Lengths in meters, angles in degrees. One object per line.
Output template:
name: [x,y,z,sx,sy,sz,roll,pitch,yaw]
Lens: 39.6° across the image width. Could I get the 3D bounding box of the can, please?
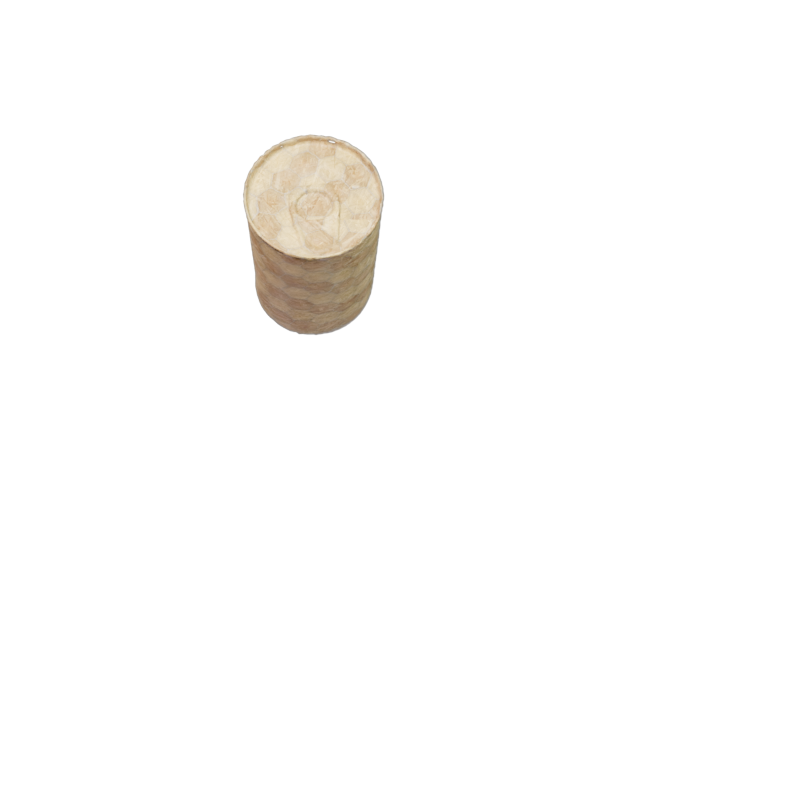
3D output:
can: [-0.045,-0.082,0.578,0.068,0.072,0.097,0,-22,-3]
